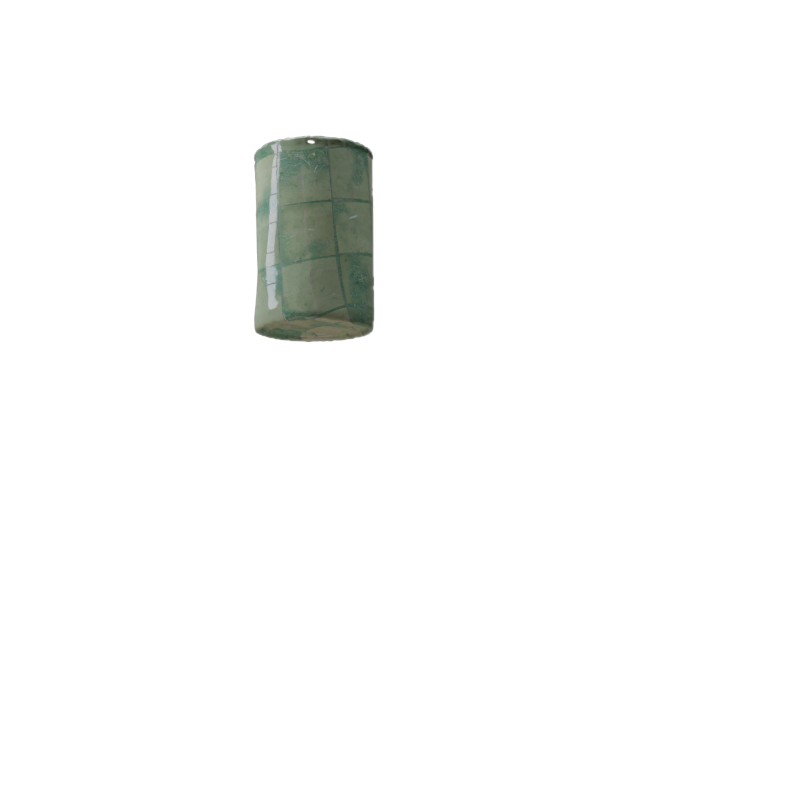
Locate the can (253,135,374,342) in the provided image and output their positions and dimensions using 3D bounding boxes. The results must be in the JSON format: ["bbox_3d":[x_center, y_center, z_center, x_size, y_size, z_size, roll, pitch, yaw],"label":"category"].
[{"bbox_3d":[-0.048,-0.088,0.619,0.068,0.106,0.066,0,-13,-2],"label":"can"}]
